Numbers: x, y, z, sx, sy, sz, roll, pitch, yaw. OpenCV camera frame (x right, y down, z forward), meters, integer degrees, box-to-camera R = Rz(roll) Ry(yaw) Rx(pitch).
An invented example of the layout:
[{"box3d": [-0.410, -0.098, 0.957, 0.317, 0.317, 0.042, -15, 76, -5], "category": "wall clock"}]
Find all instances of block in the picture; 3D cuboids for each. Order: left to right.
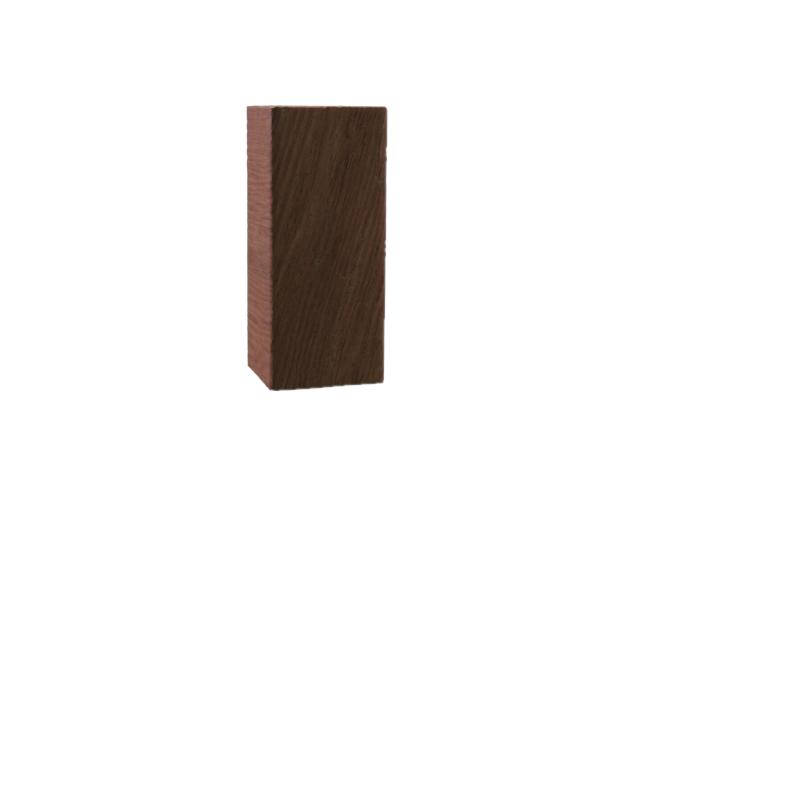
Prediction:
[{"box3d": [-0.065, -0.120, 0.844, 0.088, 0.202, 0.094, -2, 9, -18], "category": "block"}]
